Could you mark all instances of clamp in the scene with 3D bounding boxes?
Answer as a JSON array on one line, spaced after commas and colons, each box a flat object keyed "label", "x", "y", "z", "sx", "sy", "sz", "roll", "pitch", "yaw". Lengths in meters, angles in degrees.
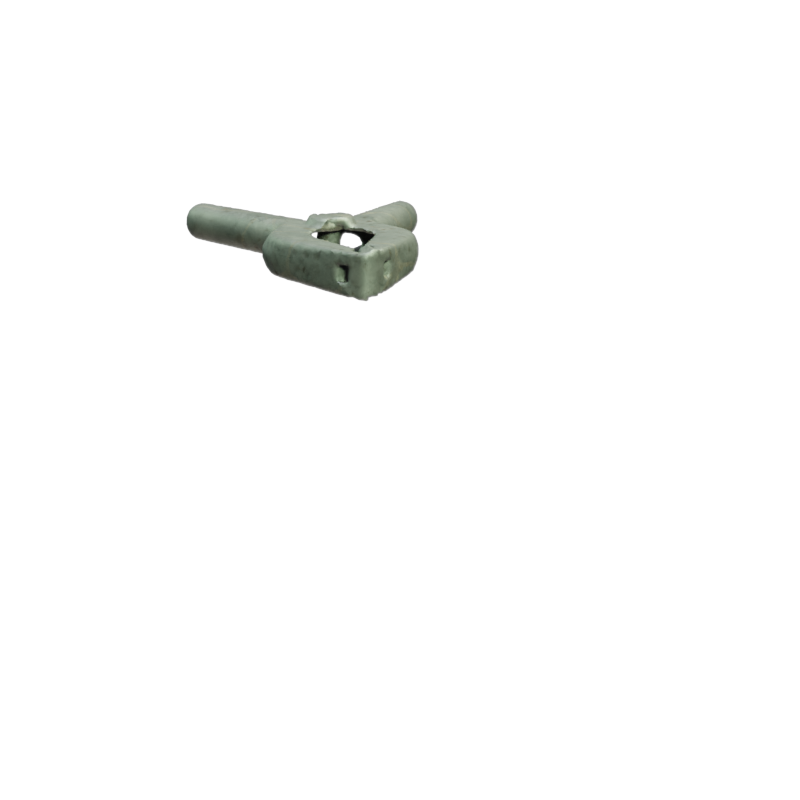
[{"label": "clamp", "x": -0.055, "y": -0.101, "z": 0.704, "sx": 0.163, "sy": 0.035, "sz": 0.219, "roll": -2, "pitch": 18, "yaw": -7}]
